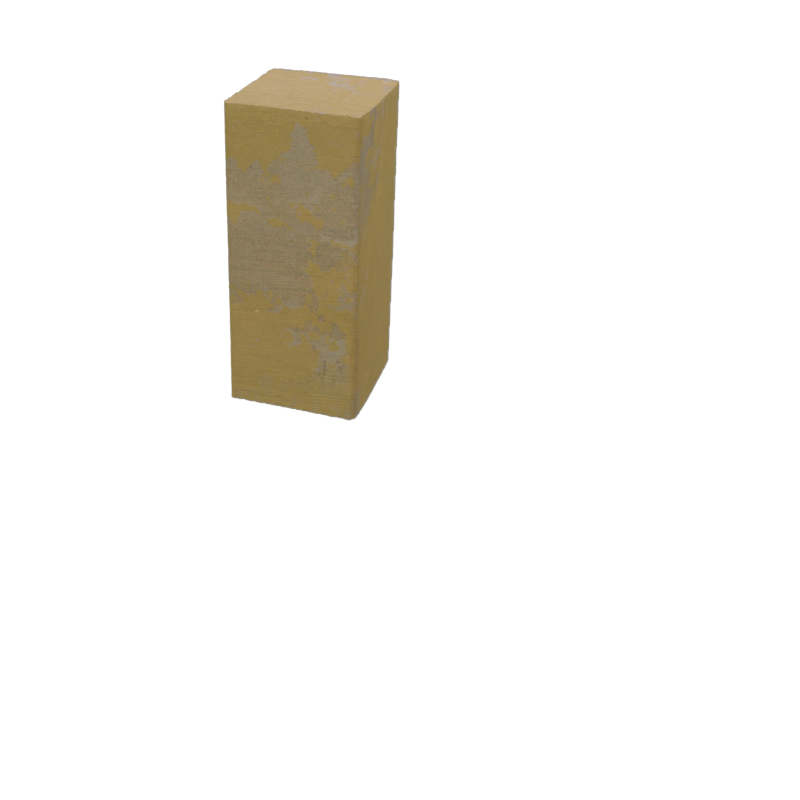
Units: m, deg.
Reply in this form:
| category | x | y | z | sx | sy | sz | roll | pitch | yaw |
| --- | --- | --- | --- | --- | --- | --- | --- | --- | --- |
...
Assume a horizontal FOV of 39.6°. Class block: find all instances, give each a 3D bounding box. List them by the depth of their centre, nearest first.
| category | x | y | z | sx | sy | sz | roll | pitch | yaw |
| --- | --- | --- | --- | --- | --- | --- | --- | --- | --- |
| block | -0.057 | -0.105 | 0.731 | 0.093 | 0.195 | 0.093 | 9 | 27 | 15 |
